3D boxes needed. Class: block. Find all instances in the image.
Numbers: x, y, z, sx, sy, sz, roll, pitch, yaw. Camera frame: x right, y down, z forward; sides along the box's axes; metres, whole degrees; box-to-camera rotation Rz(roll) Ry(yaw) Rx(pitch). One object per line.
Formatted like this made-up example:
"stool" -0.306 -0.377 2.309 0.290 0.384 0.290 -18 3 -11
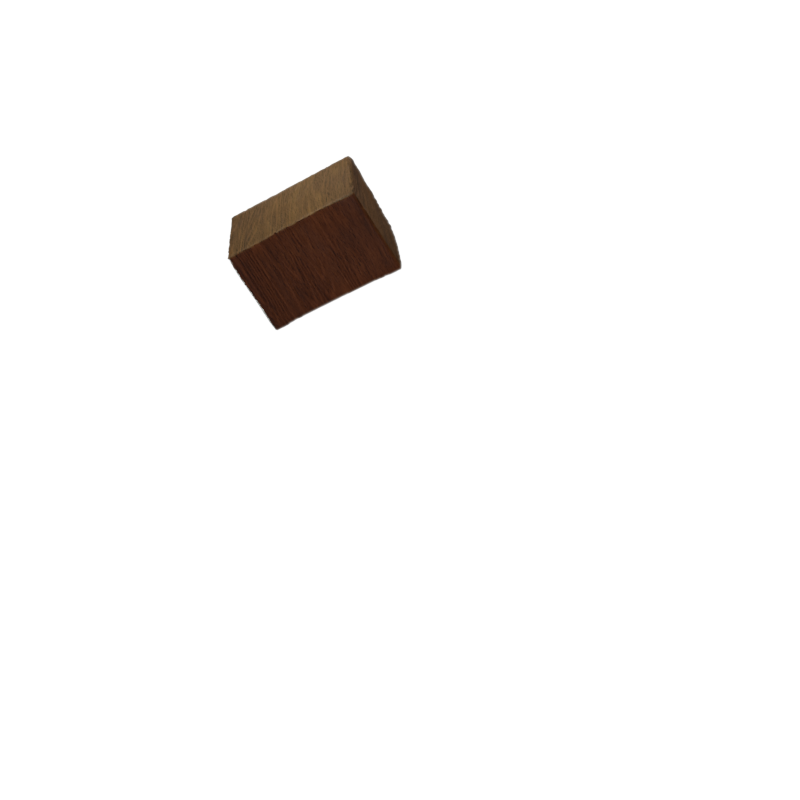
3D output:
"block" -0.047 -0.085 0.595 0.078 0.049 0.054 -25 29 13
